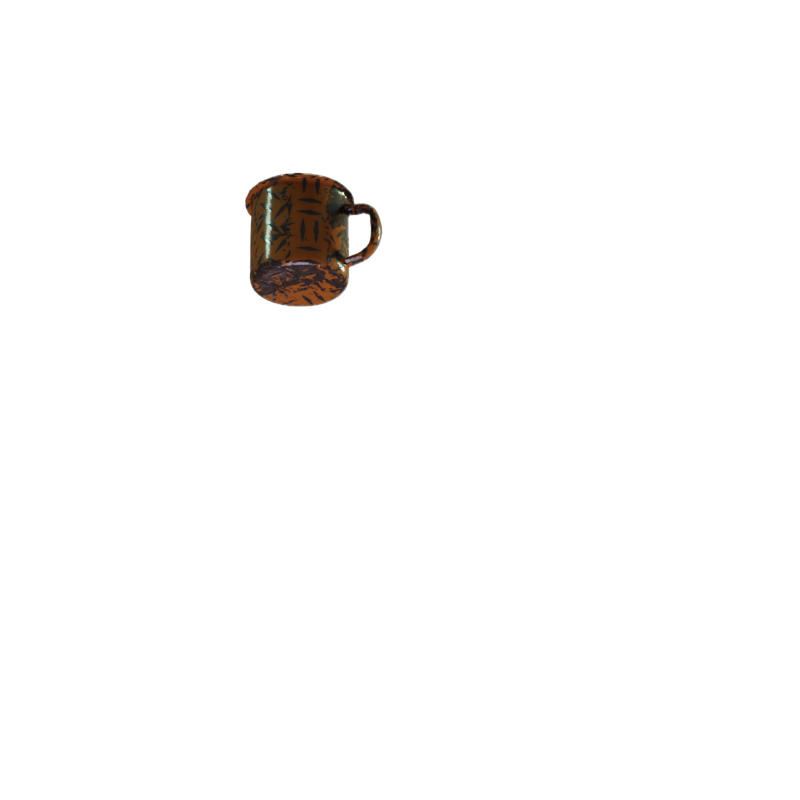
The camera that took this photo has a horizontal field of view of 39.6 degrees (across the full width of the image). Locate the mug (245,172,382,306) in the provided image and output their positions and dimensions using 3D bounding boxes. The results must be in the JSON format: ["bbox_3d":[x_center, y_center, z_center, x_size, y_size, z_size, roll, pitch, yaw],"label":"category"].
[{"bbox_3d":[-0.072,-0.131,0.919,0.118,0.086,0.087,-7,-27,12],"label":"mug"}]
